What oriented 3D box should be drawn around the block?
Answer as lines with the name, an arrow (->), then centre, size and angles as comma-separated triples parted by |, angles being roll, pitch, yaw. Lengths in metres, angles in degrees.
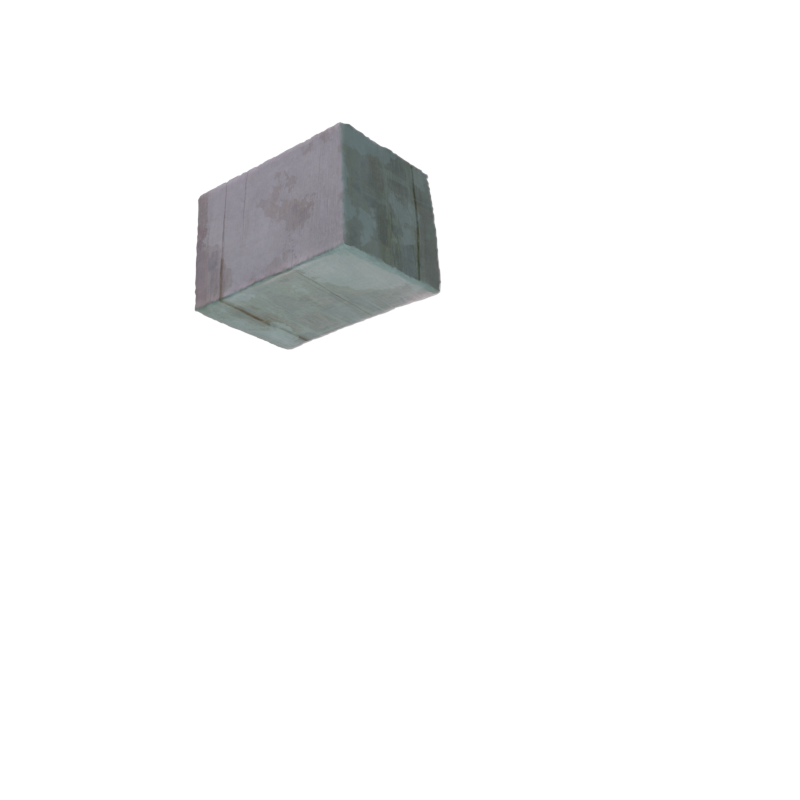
block -> -0.032, -0.059, 0.413 | 0.079, 0.054, 0.049 | -19, -30, 36
